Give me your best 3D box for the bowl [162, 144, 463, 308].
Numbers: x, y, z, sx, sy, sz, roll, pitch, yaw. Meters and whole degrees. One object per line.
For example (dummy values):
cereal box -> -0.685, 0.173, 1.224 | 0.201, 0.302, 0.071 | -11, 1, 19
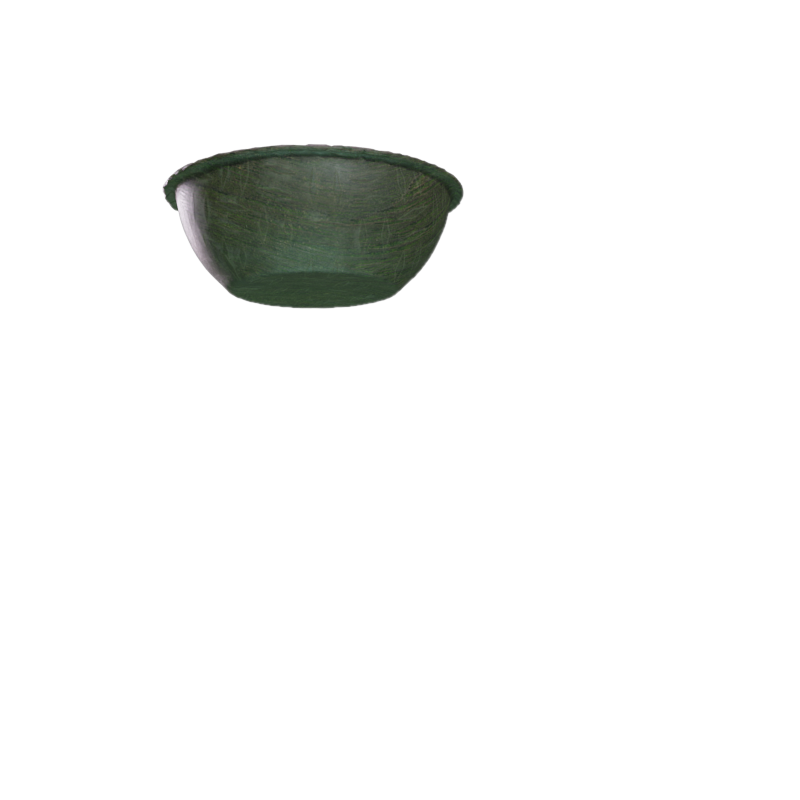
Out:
bowl -> -0.046, -0.085, 0.592 | 0.162, 0.057, 0.158 | 0, -8, -2
